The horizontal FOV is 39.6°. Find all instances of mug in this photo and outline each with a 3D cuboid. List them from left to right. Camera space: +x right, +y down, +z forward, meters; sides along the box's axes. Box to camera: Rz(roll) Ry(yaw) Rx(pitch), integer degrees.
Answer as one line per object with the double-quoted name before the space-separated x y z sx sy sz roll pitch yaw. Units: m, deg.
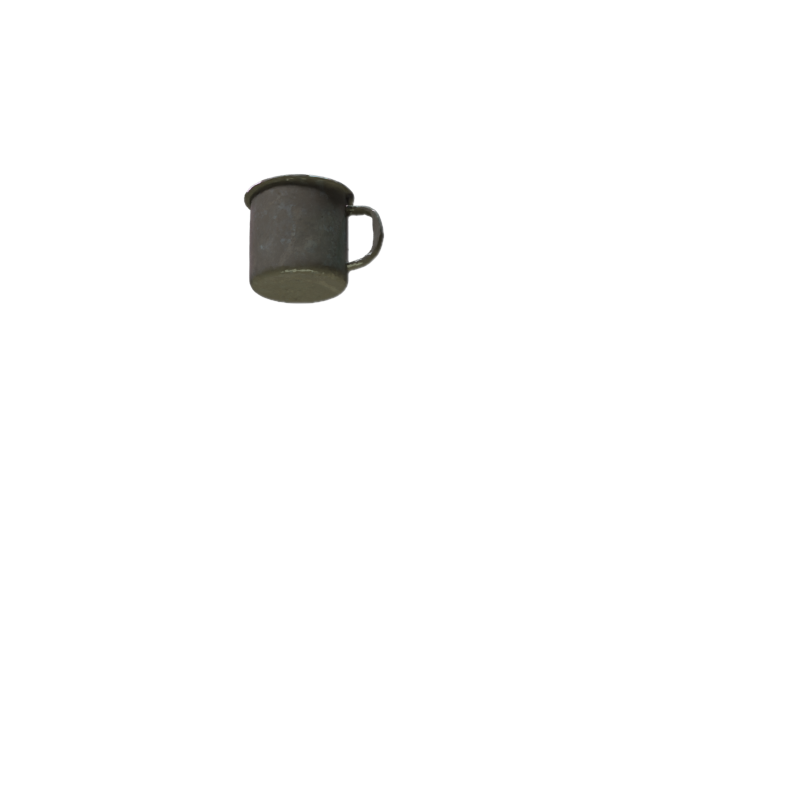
"mug" -0.071 -0.130 0.912 0.118 0.086 0.088 -3 -19 7
